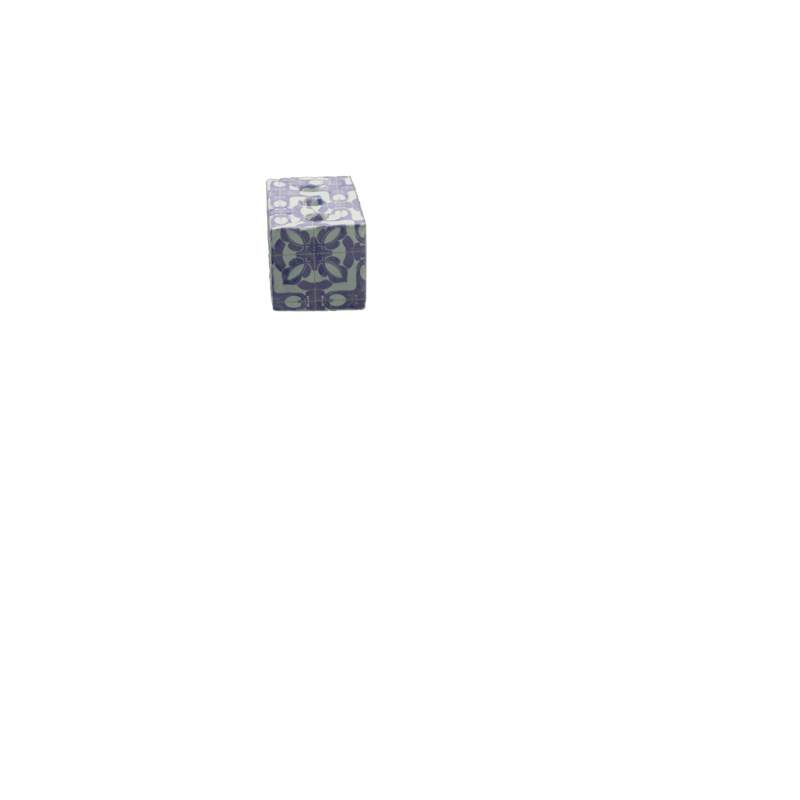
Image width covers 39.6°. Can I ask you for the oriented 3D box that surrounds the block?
[{"bbox_3d":[-0.049,-0.090,0.631,0.052,0.048,0.083,-3,29,-7],"label":"block"}]
